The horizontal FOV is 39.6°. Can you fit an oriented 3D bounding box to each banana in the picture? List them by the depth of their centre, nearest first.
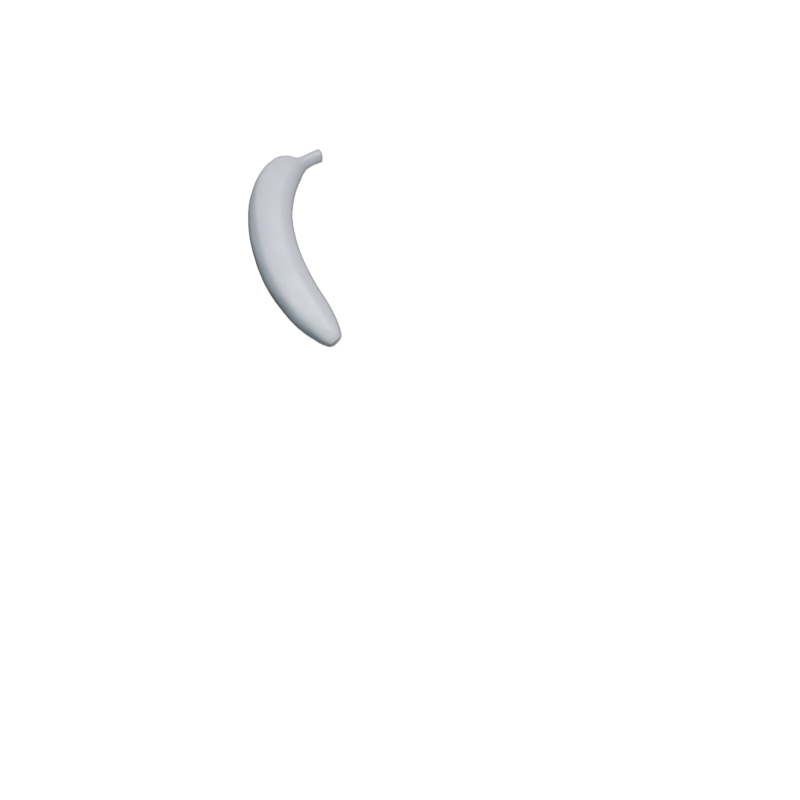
[{"bbox_3d":[-0.091,-0.134,0.921,0.069,0.211,0.034,-5,-30,-4],"label":"banana"}]
